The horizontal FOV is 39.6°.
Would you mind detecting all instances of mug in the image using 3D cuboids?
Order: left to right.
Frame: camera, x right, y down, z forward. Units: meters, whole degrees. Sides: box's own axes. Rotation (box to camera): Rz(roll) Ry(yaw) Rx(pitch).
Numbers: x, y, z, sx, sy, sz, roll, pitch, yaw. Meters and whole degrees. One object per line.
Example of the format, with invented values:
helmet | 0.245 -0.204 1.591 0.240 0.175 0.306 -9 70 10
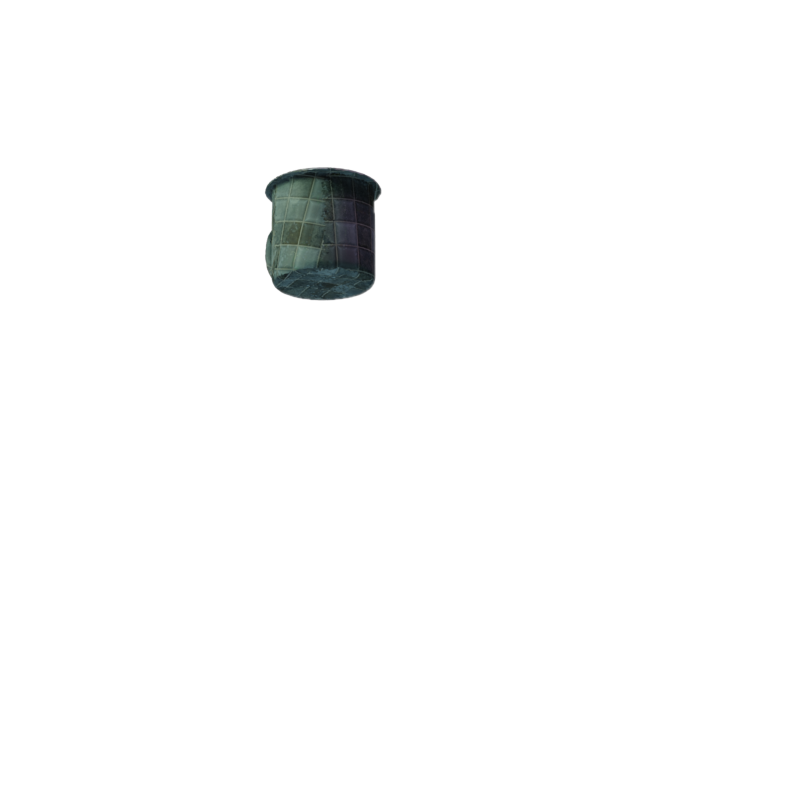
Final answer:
mug | -0.069 -0.126 0.883 0.088 0.085 0.119 15 -21 -42
